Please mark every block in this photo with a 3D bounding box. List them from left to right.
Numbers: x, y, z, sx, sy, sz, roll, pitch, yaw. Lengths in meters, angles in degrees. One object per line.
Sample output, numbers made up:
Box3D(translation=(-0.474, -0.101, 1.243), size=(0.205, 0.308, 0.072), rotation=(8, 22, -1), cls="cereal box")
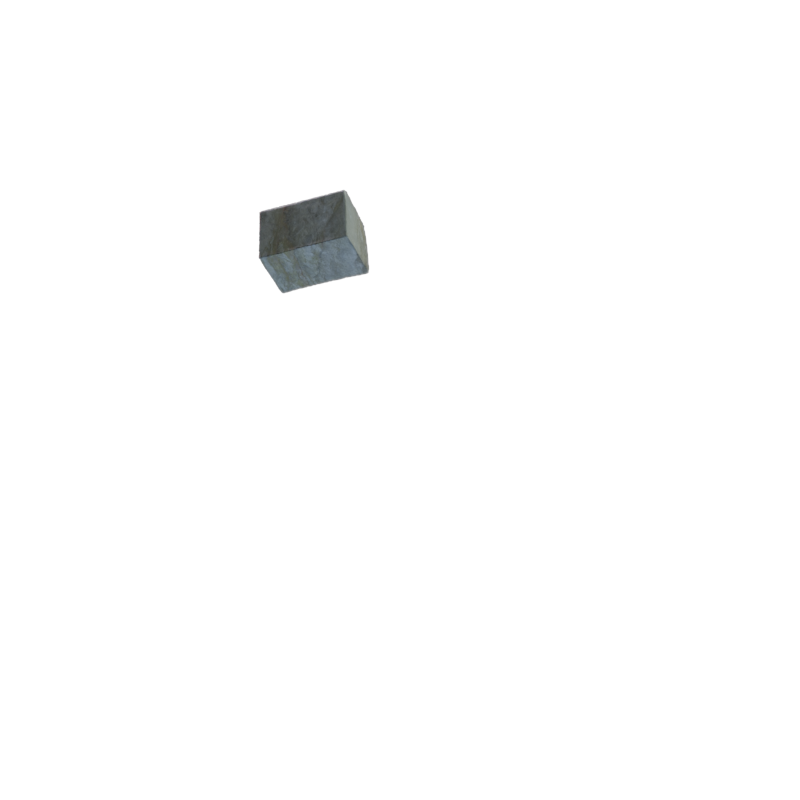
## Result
Box3D(translation=(-0.071, -0.129, 0.904), size=(0.079, 0.055, 0.049), rotation=(-12, -36, 15), cls="block")
